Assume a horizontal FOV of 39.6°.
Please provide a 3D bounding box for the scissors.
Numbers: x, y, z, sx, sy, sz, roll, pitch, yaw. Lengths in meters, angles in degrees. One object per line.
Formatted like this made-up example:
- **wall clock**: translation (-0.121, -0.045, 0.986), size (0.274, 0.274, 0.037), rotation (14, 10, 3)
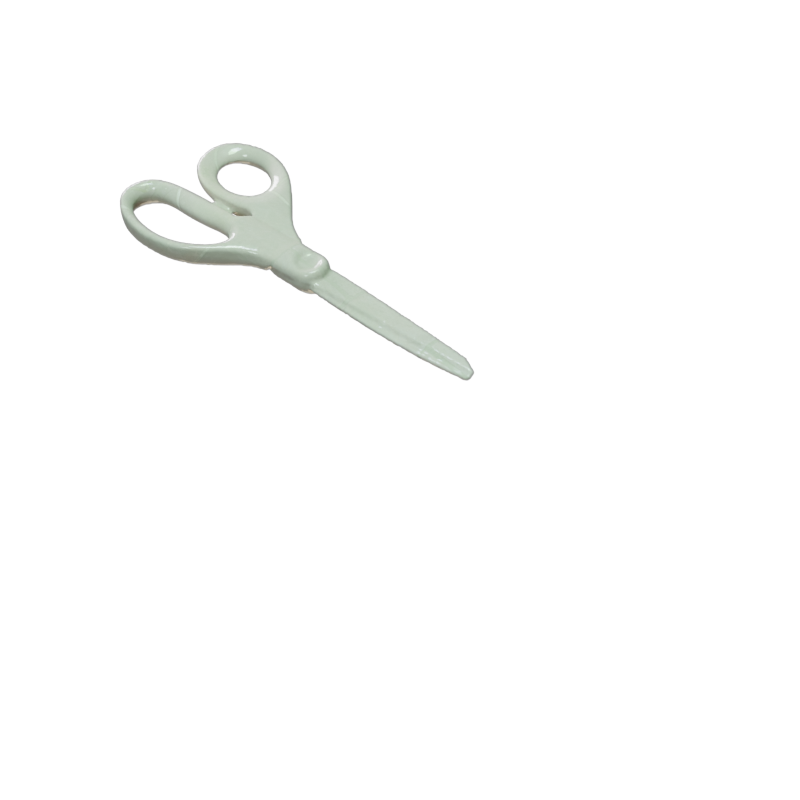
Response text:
- **scissors**: translation (-0.043, -0.078, 0.546), size (0.209, 0.015, 0.100), rotation (20, 51, 18)
